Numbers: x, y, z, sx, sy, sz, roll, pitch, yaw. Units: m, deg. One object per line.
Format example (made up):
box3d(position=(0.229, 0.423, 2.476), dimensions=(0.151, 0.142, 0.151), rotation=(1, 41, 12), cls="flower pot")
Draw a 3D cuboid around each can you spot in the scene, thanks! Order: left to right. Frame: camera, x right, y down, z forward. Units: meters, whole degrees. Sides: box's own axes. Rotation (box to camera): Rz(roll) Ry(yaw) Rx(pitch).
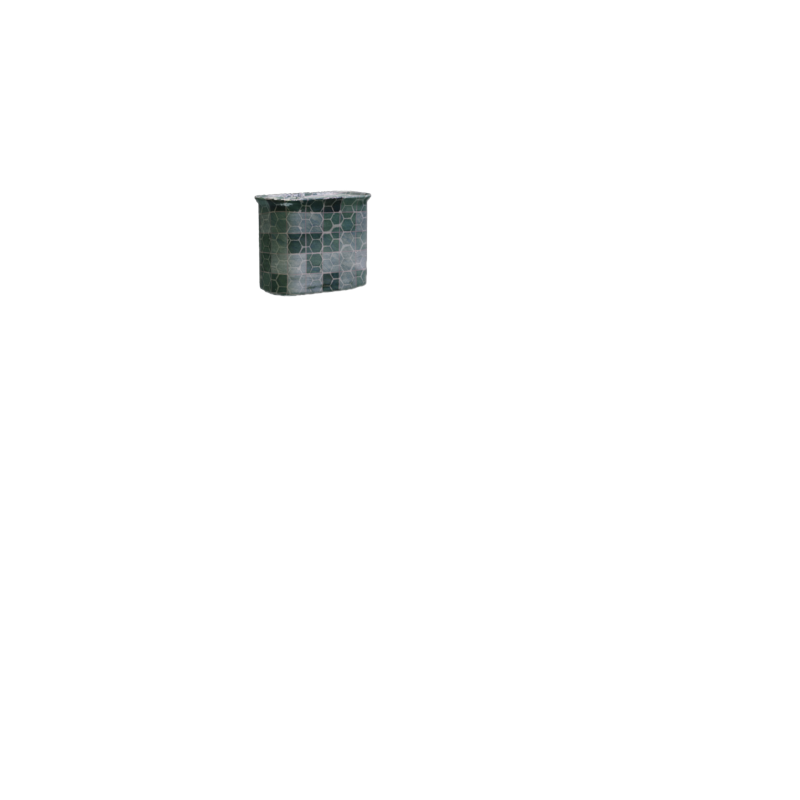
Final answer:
box3d(position=(-0.076, -0.139, 0.975), dimensions=(0.099, 0.082, 0.060), rotation=(-8, 13, -34), cls="can")
